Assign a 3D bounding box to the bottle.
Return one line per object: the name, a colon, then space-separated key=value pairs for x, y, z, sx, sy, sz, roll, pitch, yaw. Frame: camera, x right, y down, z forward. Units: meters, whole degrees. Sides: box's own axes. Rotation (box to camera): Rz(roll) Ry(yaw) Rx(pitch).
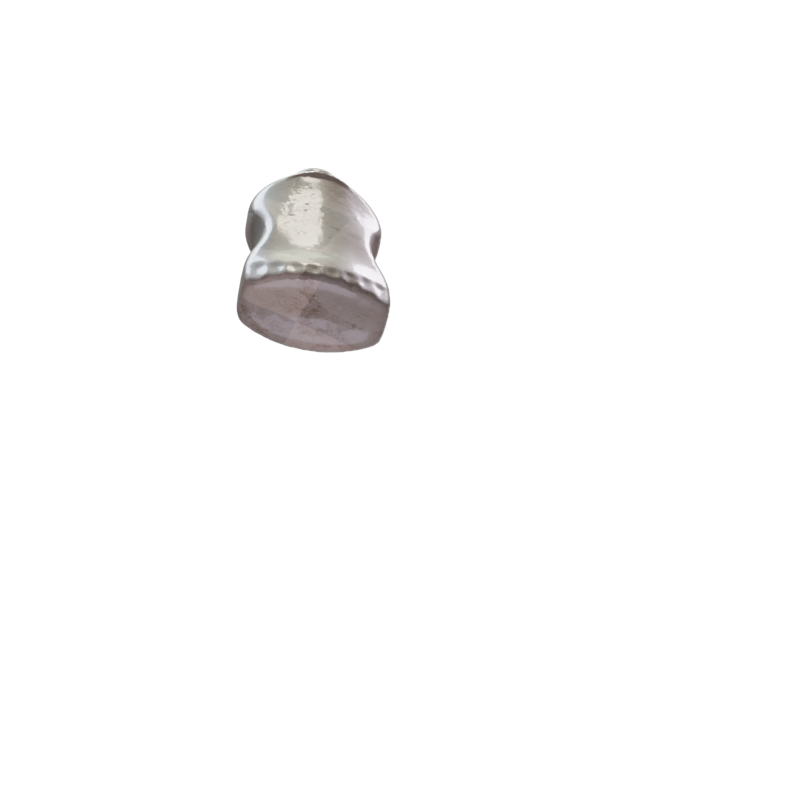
bottle: x=-0.060 y=-0.111 z=0.774 sx=0.095 sy=0.055 sz=0.205 roll=7 pitch=34 yaw=-8
